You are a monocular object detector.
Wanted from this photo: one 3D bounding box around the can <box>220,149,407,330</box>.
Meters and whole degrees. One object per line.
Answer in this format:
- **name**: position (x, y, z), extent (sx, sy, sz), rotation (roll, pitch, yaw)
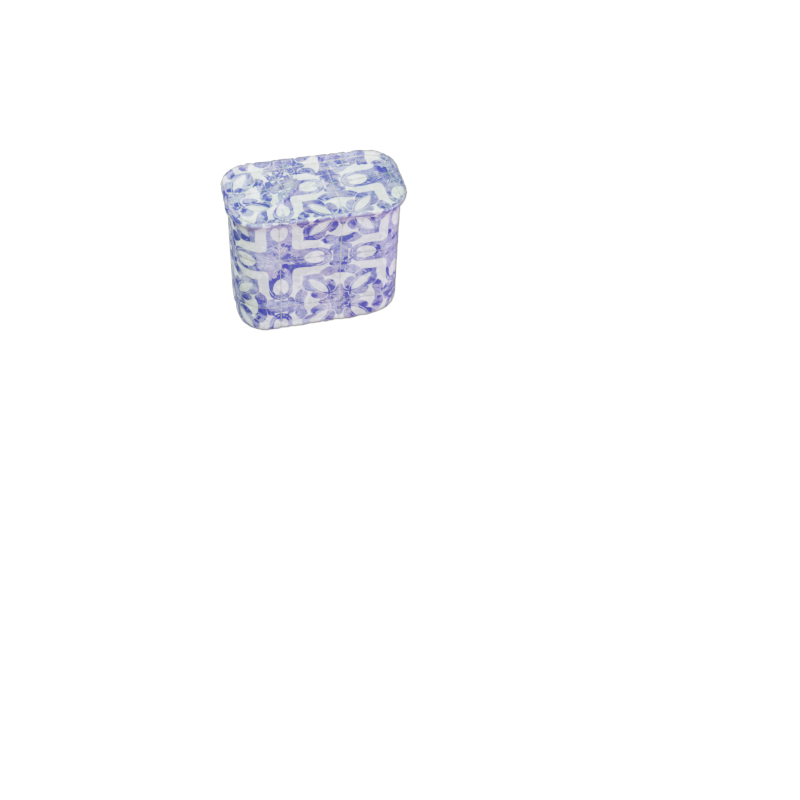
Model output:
- **can**: position (-0.051, -0.092, 0.646), extent (0.101, 0.078, 0.062), rotation (-8, 46, -10)
